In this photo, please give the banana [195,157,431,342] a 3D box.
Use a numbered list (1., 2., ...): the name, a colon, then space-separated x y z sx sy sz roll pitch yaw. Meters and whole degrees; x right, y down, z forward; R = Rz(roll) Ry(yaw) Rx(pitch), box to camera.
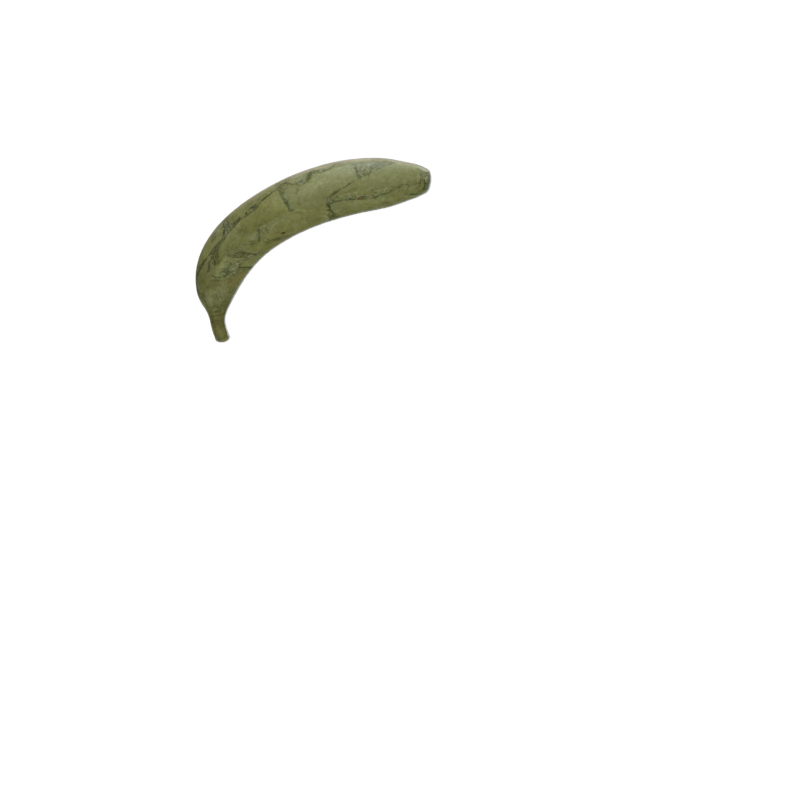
1. banana: -0.074 -0.116 0.748 0.196 0.039 0.065 -33 -57 23
